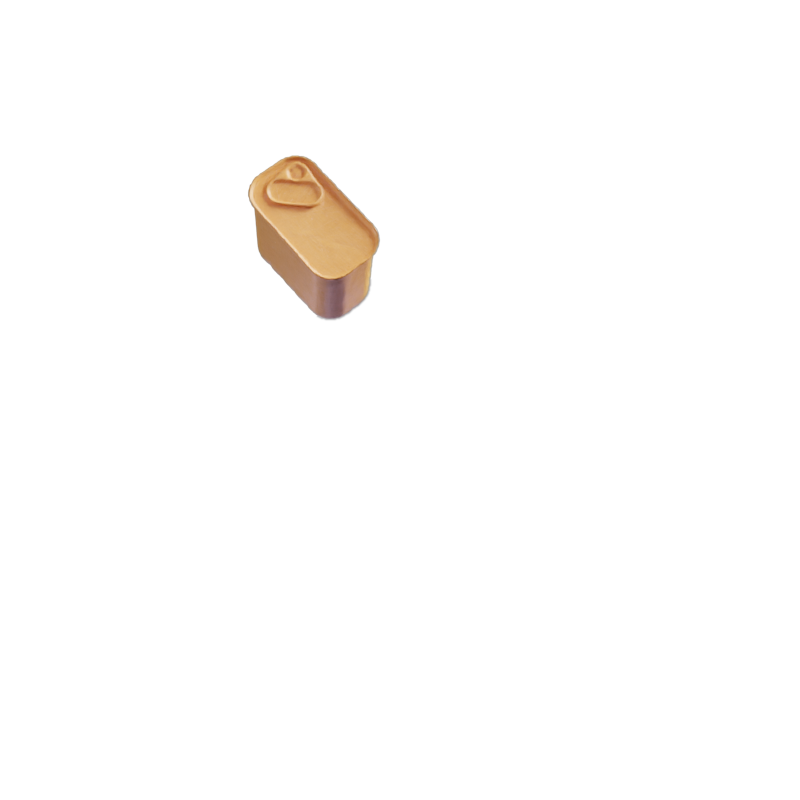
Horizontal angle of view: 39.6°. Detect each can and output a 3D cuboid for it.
[{"bbox_3d":[-0.064,-0.117,0.818,0.058,0.107,0.079,-37,-18,-16],"label":"can"}]
